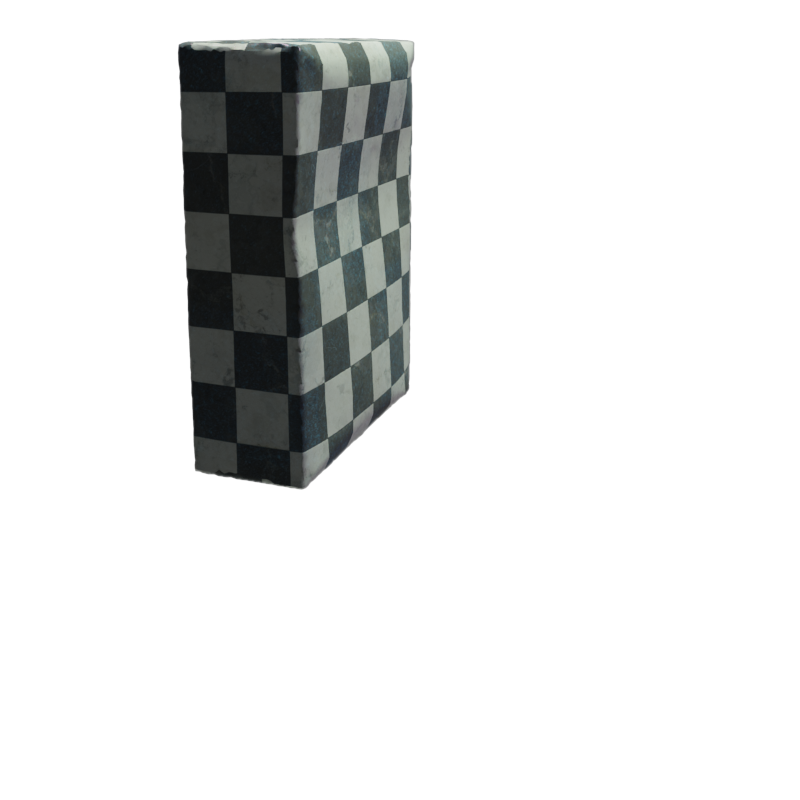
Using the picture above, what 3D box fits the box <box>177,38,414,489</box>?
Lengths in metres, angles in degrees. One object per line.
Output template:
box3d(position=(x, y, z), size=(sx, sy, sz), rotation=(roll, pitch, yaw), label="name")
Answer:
box3d(position=(-0.046, -0.085, 0.594), size=(0.074, 0.208, 0.164), rotation=(5, 15, 19), label="box")
